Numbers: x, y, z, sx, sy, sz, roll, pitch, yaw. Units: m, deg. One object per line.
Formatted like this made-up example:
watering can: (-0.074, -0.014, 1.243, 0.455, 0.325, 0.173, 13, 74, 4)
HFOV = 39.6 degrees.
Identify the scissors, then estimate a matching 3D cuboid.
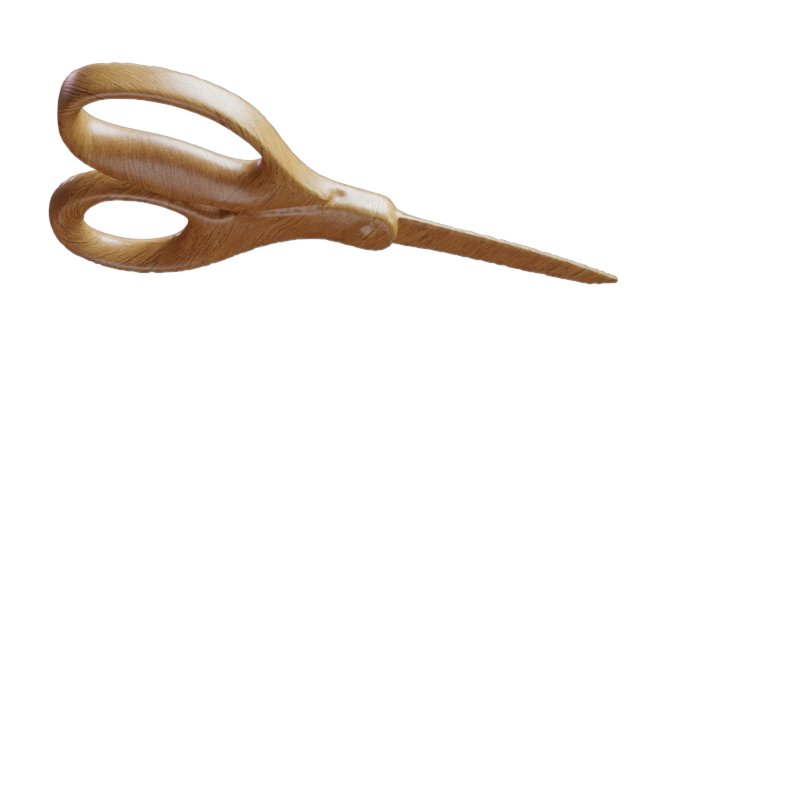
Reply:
scissors: (-0.029, -0.054, 0.376, 0.191, 0.017, 0.095, 22, -38, -31)
